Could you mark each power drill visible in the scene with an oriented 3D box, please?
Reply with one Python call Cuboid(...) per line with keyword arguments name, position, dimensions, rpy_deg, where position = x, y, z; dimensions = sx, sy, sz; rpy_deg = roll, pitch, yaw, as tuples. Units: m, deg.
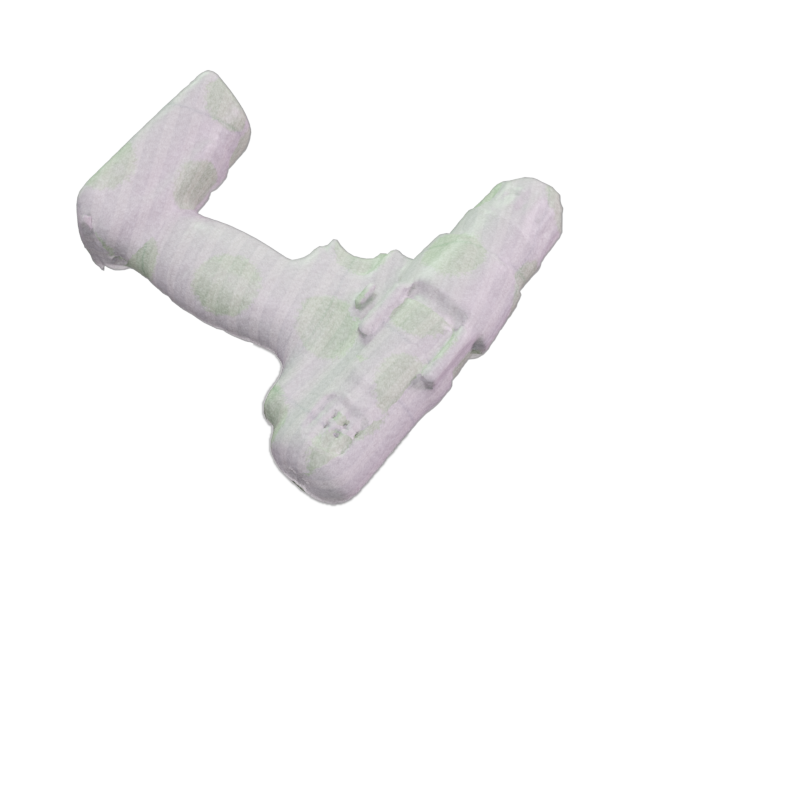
Cuboid(name="power drill", position=(-0.040, -0.074, 0.515), dimensions=(0.196, 0.188, 0.054), rpy_deg=(35, -22, 16))
